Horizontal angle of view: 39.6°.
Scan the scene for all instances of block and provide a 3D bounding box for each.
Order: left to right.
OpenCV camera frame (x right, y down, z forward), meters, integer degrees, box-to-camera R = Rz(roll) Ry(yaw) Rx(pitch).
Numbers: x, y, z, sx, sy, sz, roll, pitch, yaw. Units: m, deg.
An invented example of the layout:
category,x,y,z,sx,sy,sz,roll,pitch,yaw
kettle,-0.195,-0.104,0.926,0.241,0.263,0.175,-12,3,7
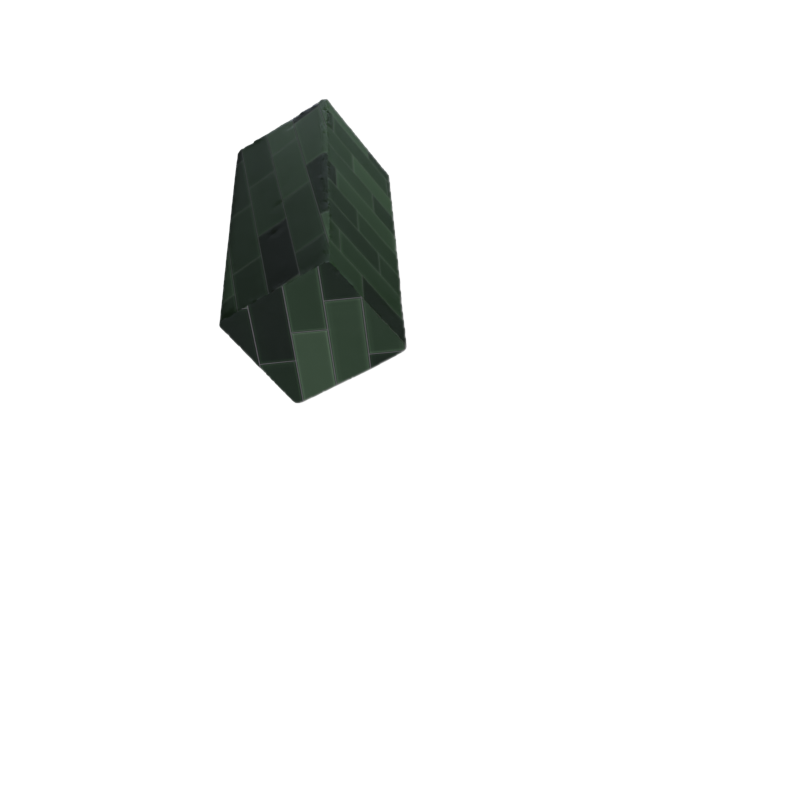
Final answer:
category,x,y,z,sx,sy,sz,roll,pitch,yaw
block,-0.062,-0.112,0.788,0.090,0.221,0.084,-28,-53,19
